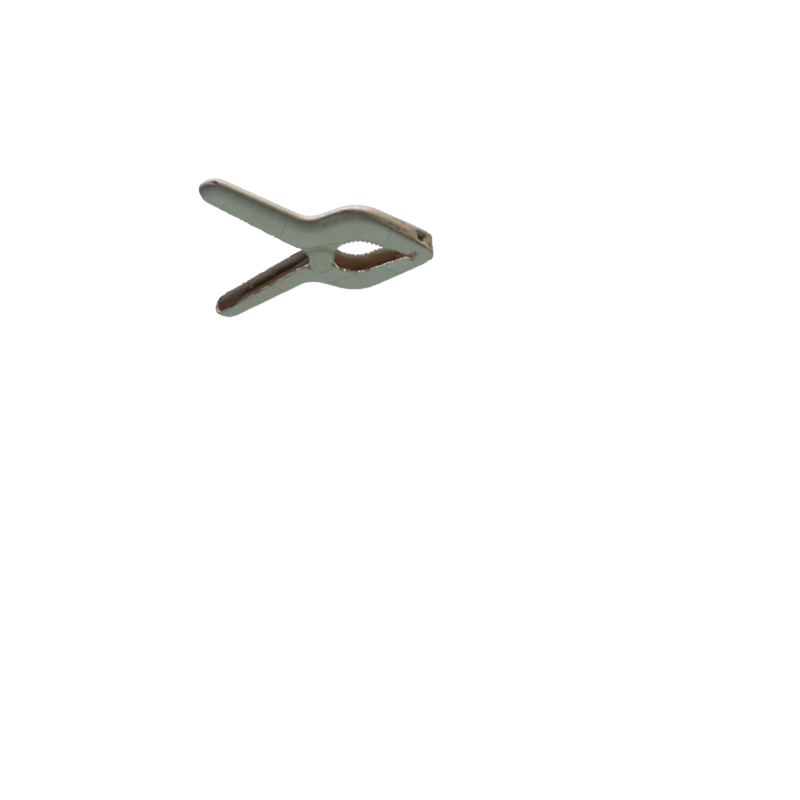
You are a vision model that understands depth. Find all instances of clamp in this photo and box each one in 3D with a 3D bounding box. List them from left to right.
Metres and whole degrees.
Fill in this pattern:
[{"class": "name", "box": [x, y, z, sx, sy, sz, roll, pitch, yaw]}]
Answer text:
[{"class": "clamp", "box": [-0.077, -0.141, 0.988, 0.211, 0.039, 0.152, -5, -40, 6]}]
